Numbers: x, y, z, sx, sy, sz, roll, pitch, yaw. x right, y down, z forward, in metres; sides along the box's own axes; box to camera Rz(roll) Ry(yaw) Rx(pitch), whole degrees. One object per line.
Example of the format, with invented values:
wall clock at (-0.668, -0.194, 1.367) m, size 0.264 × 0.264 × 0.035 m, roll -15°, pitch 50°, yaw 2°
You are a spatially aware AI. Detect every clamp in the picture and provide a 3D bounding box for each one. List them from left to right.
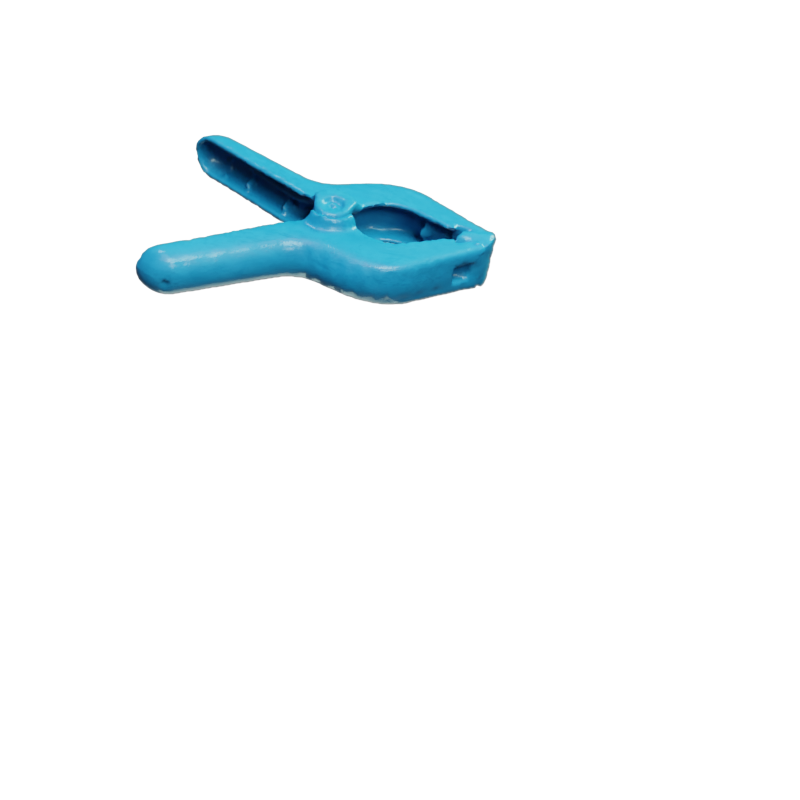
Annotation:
clamp at (-0.043, -0.079, 0.550) m, size 0.176 × 0.126 × 0.036 m, roll 14°, pitch -42°, yaw 13°
